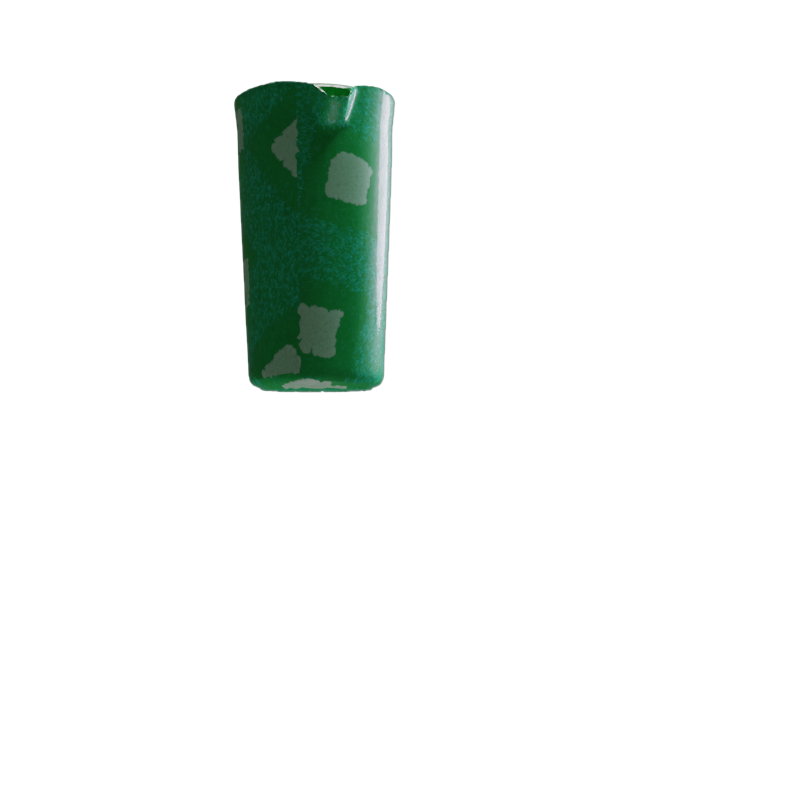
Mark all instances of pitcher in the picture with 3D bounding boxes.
[{"bbox_3d":[-0.071,-0.130,0.909,0.149,0.248,0.142,-5,-9,28],"label":"pitcher"}]
